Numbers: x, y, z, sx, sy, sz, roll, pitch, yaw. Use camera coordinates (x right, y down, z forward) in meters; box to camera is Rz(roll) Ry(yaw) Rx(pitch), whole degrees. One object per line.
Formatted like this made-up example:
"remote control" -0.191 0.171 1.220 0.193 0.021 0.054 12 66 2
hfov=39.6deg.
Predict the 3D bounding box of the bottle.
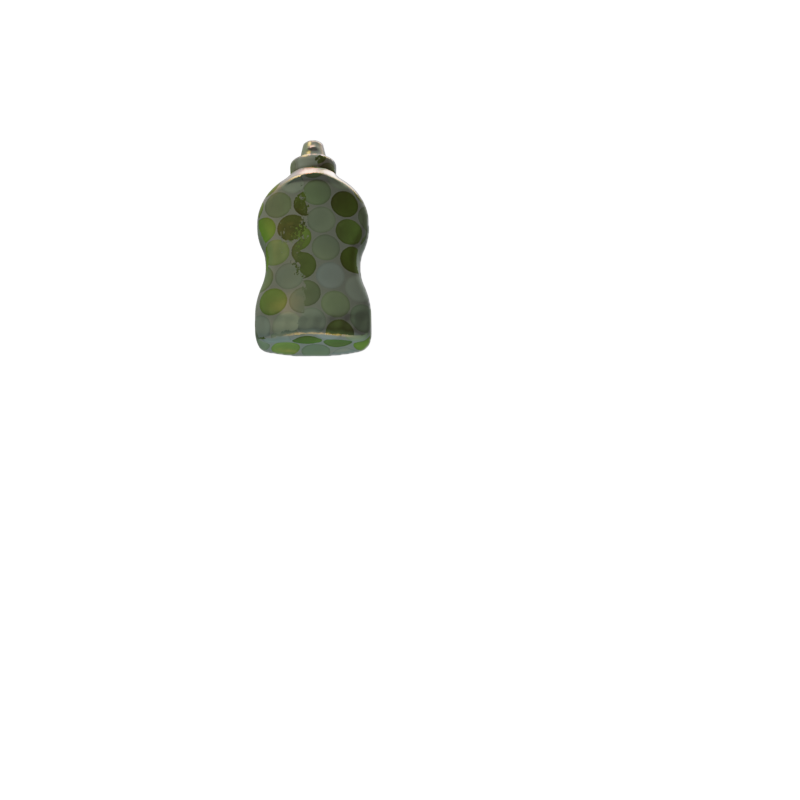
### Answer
"bottle" -0.074 -0.136 0.949 0.096 0.202 0.055 -2 -24 1
